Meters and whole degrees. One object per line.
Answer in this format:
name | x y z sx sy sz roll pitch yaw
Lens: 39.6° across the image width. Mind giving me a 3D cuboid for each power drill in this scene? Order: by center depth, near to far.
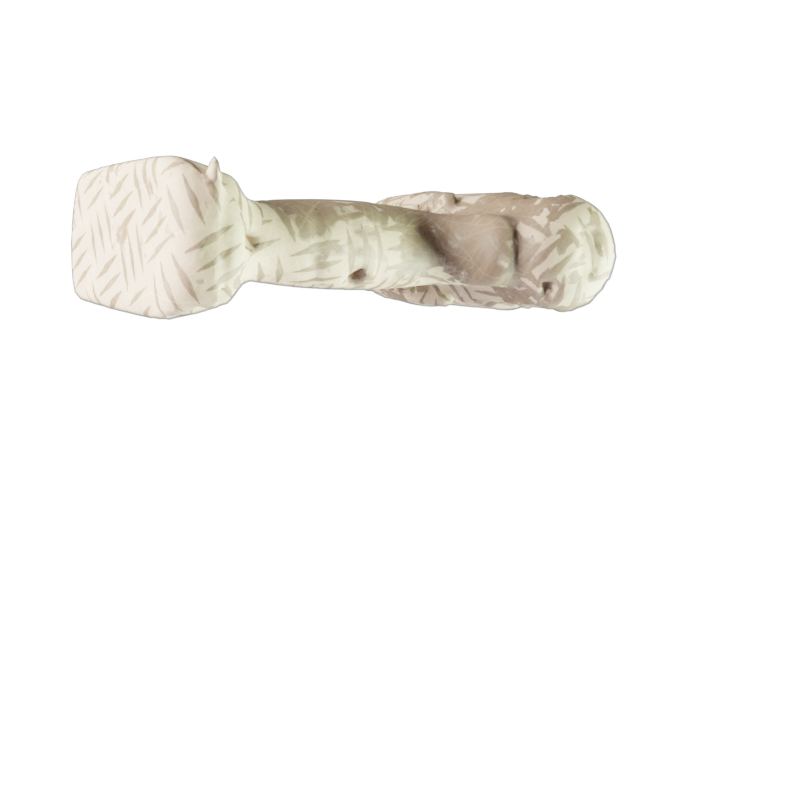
power drill | -0.036 -0.066 0.464 0.181 0.057 0.192 -4 7 -33
